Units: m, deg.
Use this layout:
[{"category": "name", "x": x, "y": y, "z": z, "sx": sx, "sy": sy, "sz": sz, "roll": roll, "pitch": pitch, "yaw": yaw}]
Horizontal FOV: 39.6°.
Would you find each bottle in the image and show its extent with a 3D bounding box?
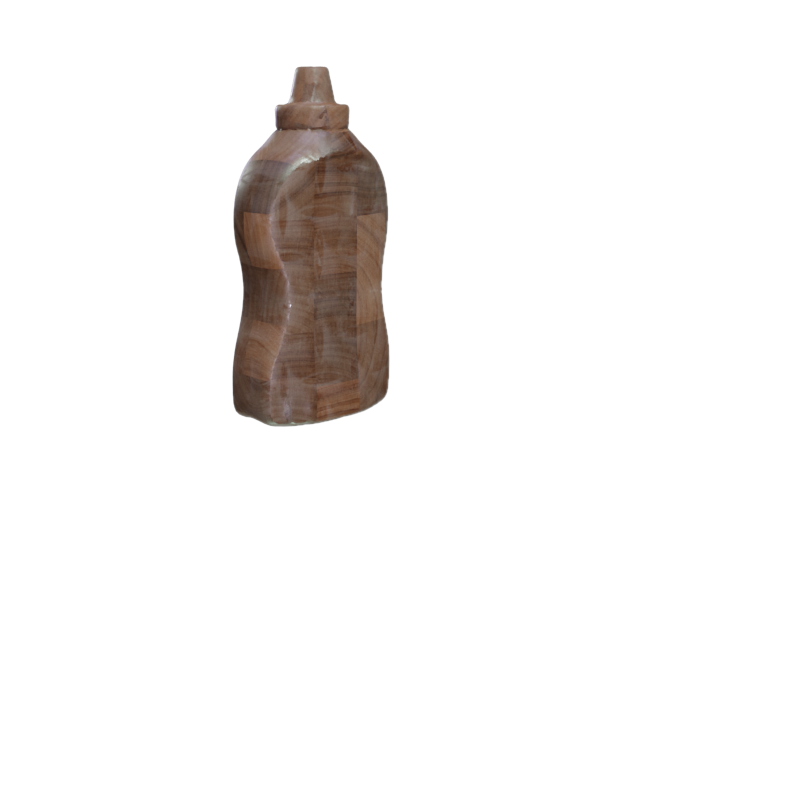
[{"category": "bottle", "x": -0.049, "y": -0.088, "z": 0.615, "sx": 0.093, "sy": 0.188, "sz": 0.061, "roll": -8, "pitch": 12, "yaw": -42}]
